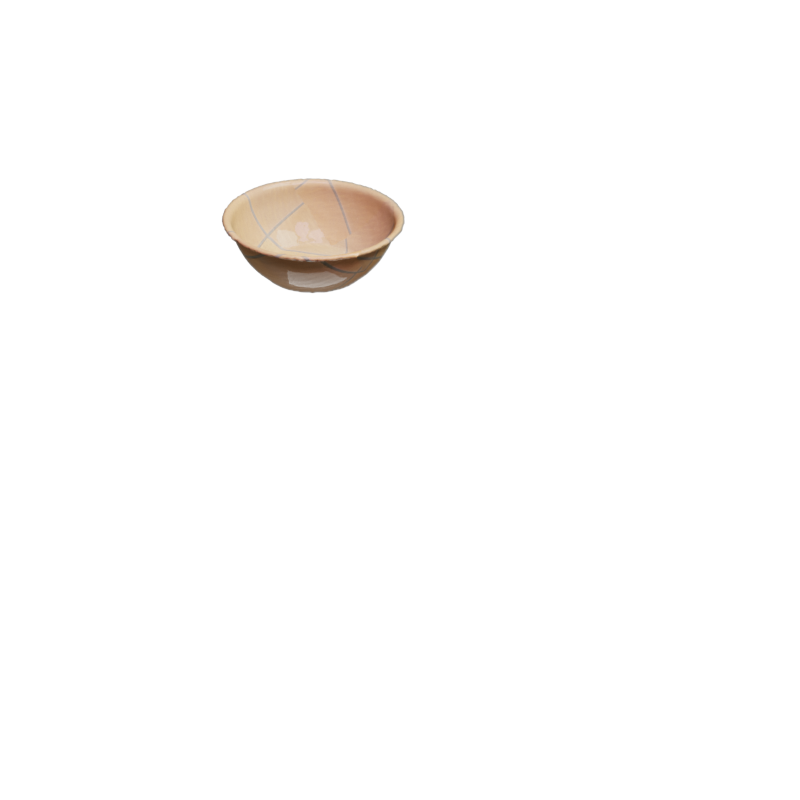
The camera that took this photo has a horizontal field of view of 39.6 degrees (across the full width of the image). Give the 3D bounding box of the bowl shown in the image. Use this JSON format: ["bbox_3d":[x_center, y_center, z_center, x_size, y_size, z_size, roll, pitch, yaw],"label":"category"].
[{"bbox_3d":[-0.078,-0.142,0.994,0.162,0.052,0.173,-1,34,-2],"label":"bowl"}]
